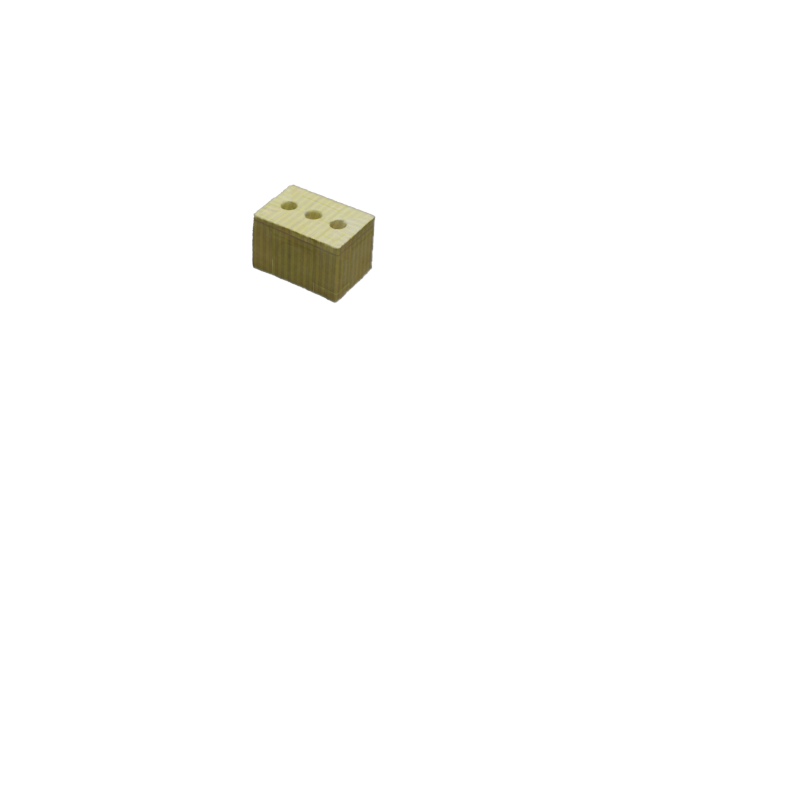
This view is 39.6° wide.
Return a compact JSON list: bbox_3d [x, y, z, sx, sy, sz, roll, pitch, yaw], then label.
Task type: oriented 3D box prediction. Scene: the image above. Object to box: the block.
[{"bbox_3d":[-0.065,-0.118,0.826,0.082,0.048,0.054,23,44,24],"label":"block"}]
